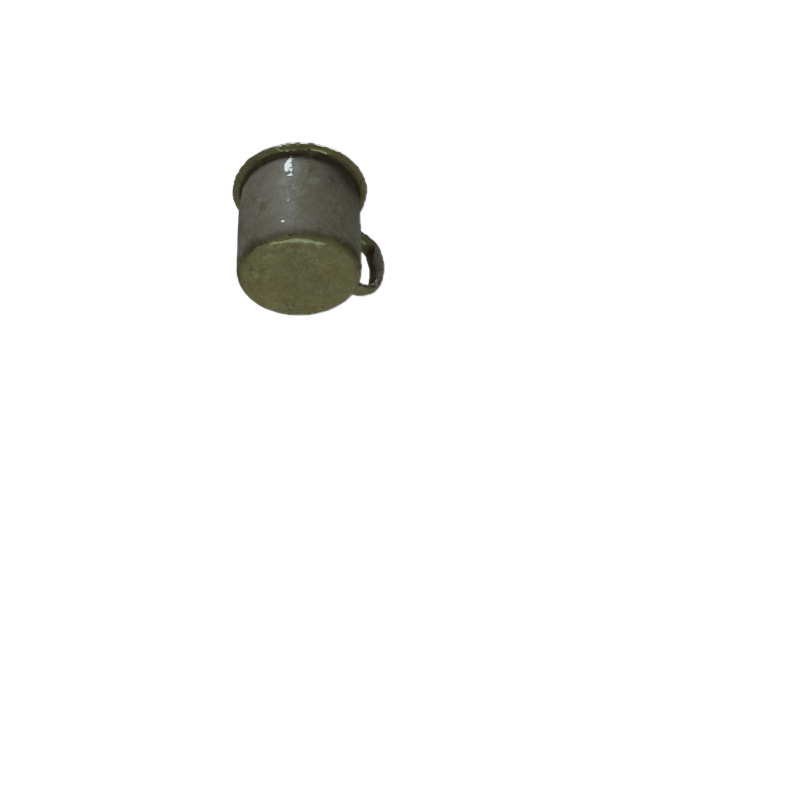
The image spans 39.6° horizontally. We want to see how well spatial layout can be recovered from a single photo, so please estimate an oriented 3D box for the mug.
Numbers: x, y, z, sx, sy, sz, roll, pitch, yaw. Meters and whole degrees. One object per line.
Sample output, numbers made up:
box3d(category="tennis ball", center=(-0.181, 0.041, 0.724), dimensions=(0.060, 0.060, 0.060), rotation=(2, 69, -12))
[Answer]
box3d(category="mug", center=(-0.058, -0.106, 0.744), dimensions=(0.110, 0.087, 0.092), rotation=(28, -47, -32))
